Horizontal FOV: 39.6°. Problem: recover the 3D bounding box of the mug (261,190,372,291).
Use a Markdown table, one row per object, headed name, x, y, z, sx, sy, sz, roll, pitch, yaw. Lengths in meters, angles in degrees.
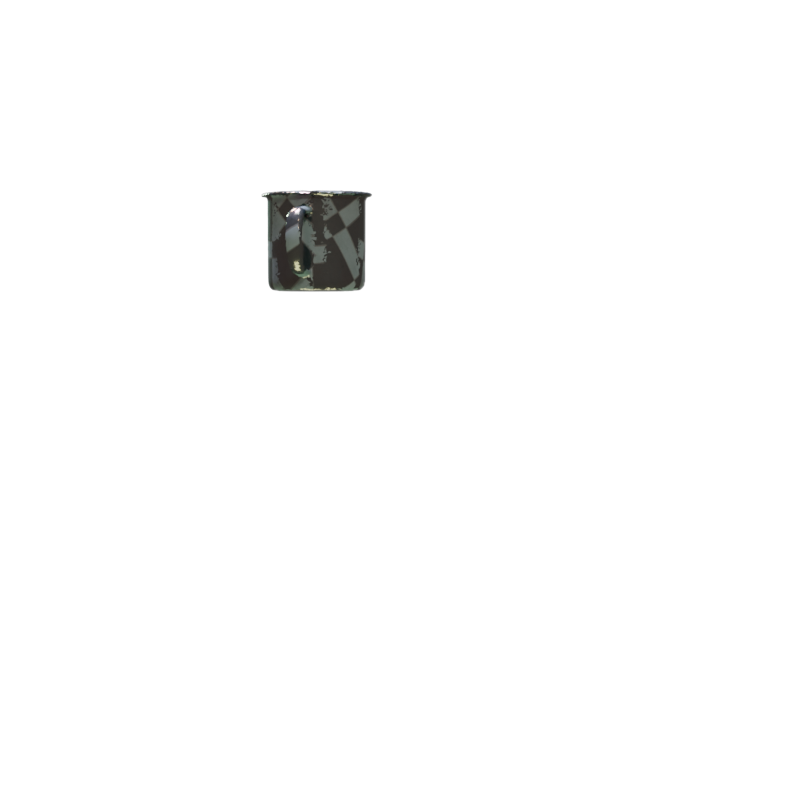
| name | x | y | z | sx | sy | sz | roll | pitch | yaw |
| --- | --- | --- | --- | --- | --- | --- | --- | --- | --- |
| mug | -0.072 | -0.131 | 0.919 | 0.095 | 0.081 | 0.116 | 1 | 5 | 10 |
